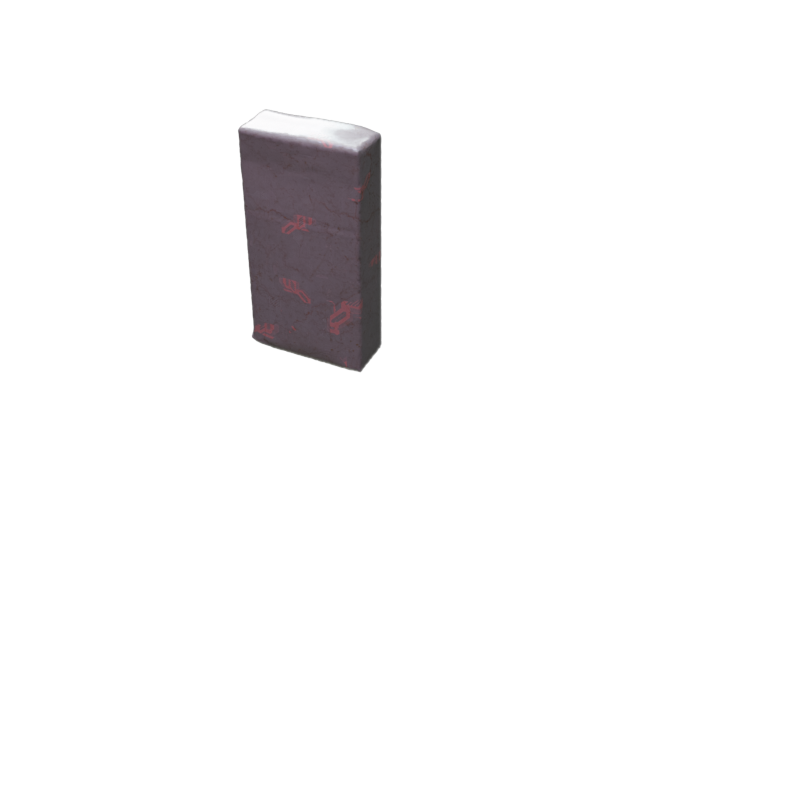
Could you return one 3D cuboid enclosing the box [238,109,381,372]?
[{"bbox_3d":[-0.061,-0.112,0.783,0.097,0.166,0.049,16,33,22],"label":"box"}]
